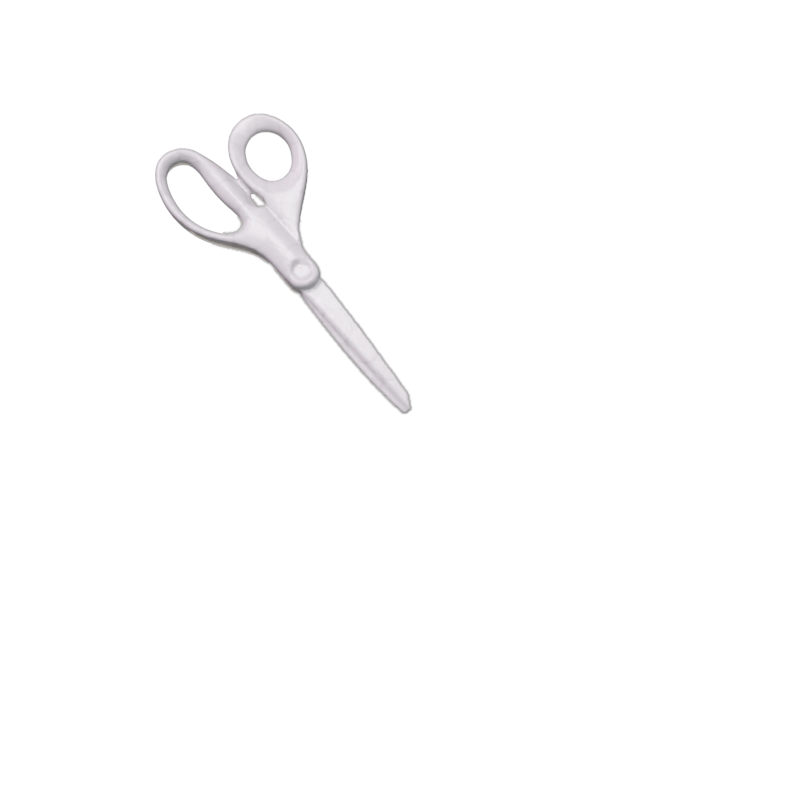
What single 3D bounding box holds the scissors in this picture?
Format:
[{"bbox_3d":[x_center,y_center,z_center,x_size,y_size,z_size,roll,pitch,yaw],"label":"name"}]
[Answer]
[{"bbox_3d":[-0.049,-0.090,0.628,0.208,0.098,0.015,36,-17,13],"label":"scissors"}]
